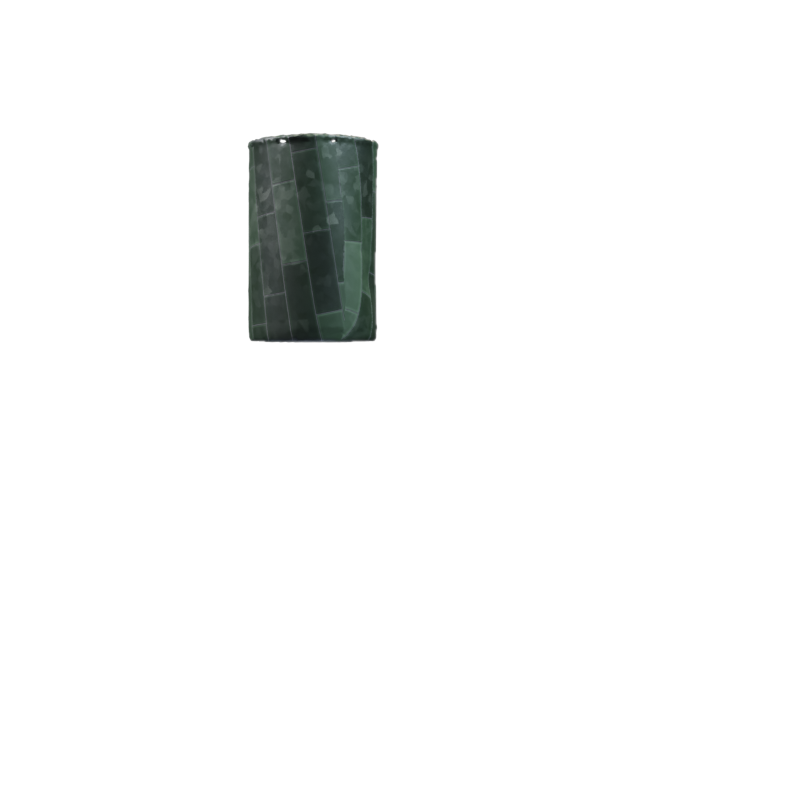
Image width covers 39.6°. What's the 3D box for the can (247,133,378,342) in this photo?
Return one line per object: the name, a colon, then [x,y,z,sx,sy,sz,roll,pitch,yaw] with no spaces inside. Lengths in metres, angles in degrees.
can: [-0.045,-0.082,0.571,0.068,0.103,0.068,0,-1,-2]
